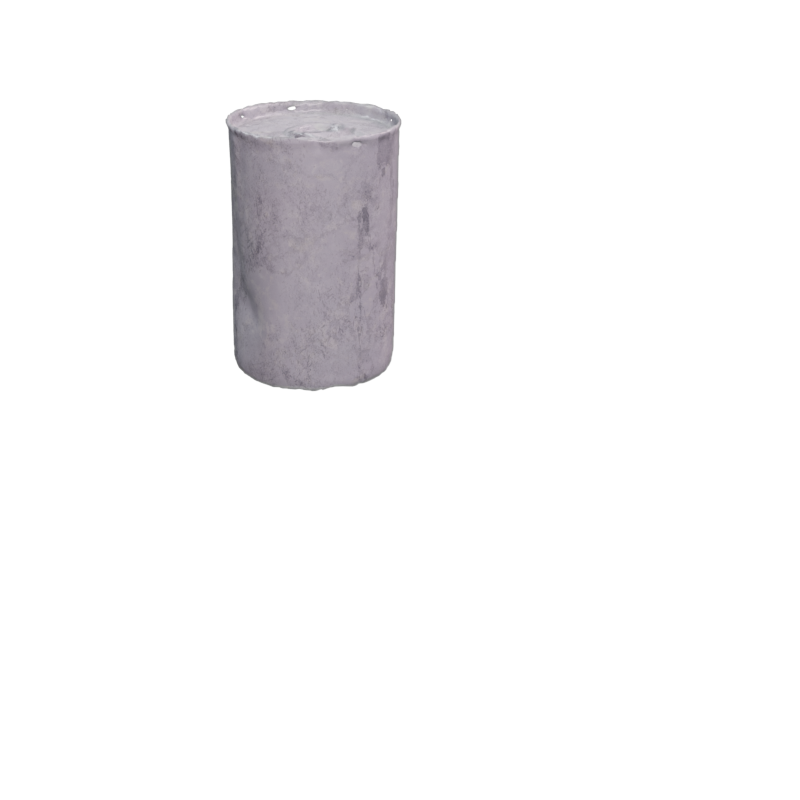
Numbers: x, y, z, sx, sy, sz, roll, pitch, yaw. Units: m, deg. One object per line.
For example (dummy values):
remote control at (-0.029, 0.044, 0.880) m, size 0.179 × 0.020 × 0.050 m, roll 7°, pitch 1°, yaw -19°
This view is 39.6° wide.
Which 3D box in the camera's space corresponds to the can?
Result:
can at (-0.035, -0.063, 0.445) m, size 0.068 × 0.098 × 0.072 m, roll 0°, pitch 22°, yaw -2°
